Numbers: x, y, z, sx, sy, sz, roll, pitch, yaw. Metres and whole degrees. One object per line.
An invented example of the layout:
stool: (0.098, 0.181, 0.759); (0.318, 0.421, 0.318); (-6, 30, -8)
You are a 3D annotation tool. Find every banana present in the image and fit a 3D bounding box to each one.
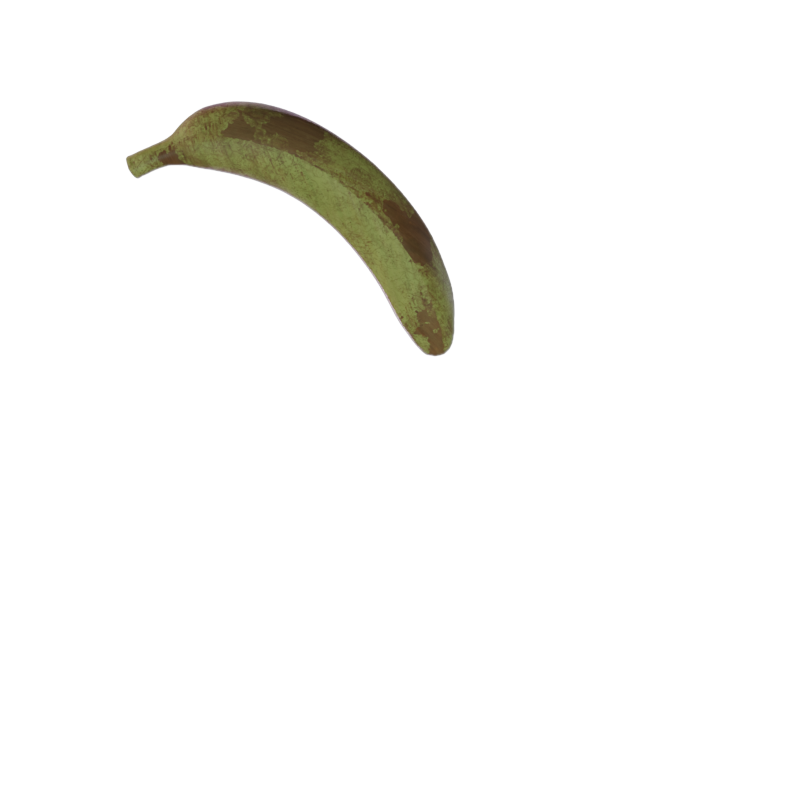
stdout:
banana: (-0.035, -0.094, 0.554); (0.189, 0.068, 0.039); (32, 28, -19)
